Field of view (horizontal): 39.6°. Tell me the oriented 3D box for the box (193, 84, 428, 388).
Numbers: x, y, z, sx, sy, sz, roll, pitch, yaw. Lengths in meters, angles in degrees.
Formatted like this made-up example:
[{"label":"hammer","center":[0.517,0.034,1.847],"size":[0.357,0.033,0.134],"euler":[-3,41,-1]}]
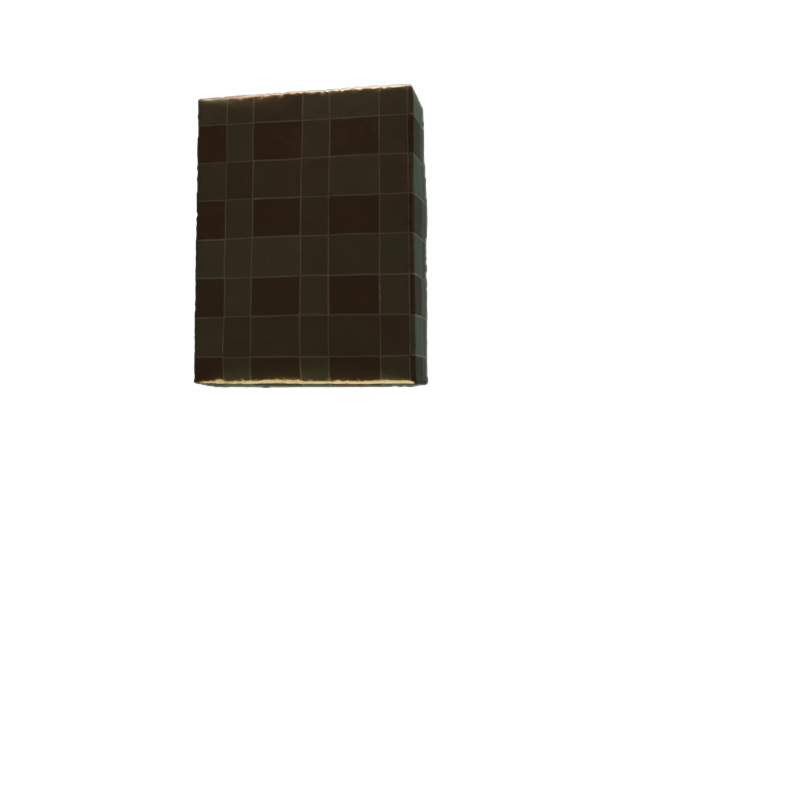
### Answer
[{"label":"box","center":[-0.064,-0.117,0.821],"size":[0.167,0.218,0.069],"euler":[-2,-8,12]}]
